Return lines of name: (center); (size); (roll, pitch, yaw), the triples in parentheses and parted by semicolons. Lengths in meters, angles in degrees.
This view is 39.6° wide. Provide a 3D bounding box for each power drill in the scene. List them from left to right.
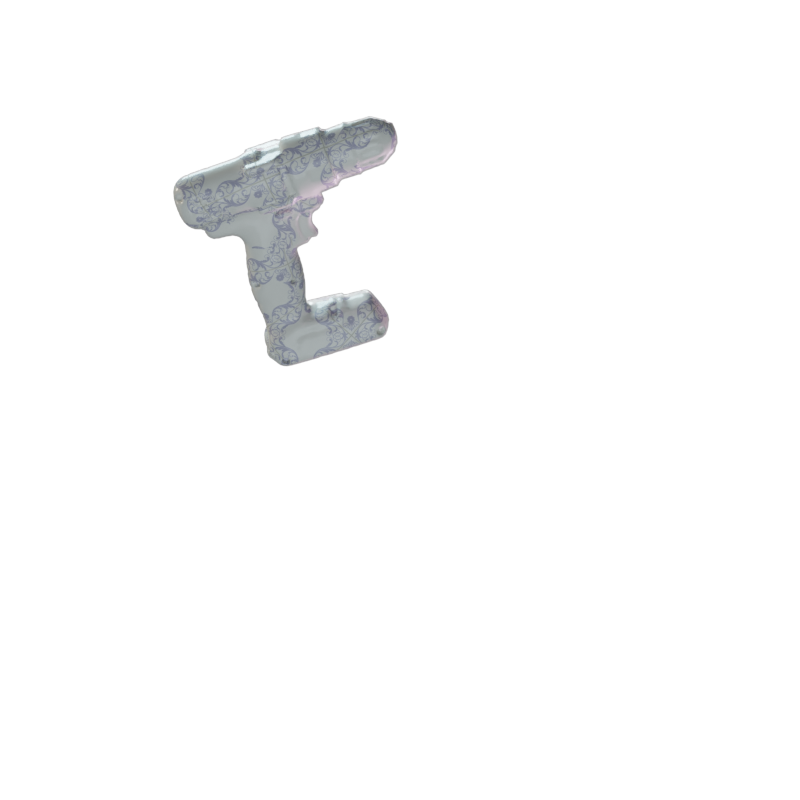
power drill: (-0.071, -0.130, 0.910); (0.185, 0.176, 0.061); (-16, 26, 8)
